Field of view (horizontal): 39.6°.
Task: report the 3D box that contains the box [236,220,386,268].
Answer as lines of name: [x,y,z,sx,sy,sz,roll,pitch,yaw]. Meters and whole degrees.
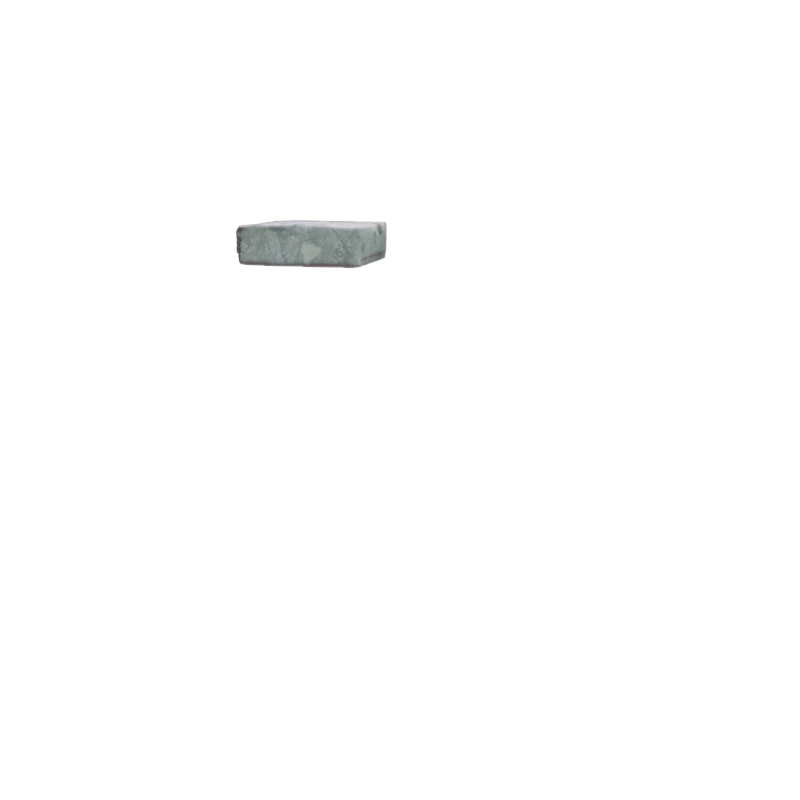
box: [-0.061,-0.111,0.778,0.091,0.030,0.073,3,11,16]
